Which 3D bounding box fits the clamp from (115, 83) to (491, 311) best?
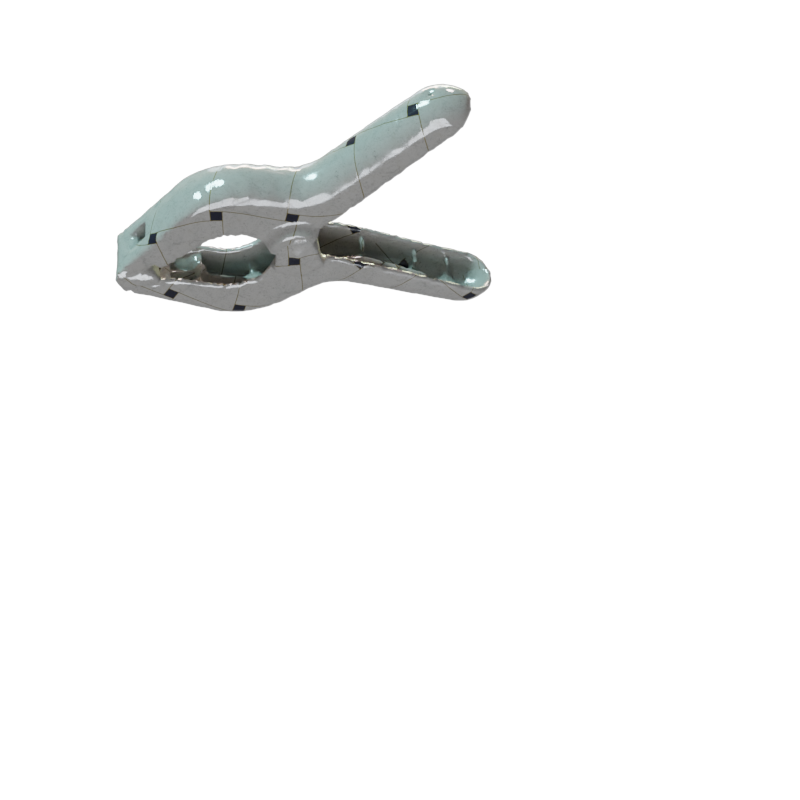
[{"bbox_3d":[-0.039,-0.071,0.499,0.173,0.111,0.042,-14,42,12],"label":"clamp"}]
